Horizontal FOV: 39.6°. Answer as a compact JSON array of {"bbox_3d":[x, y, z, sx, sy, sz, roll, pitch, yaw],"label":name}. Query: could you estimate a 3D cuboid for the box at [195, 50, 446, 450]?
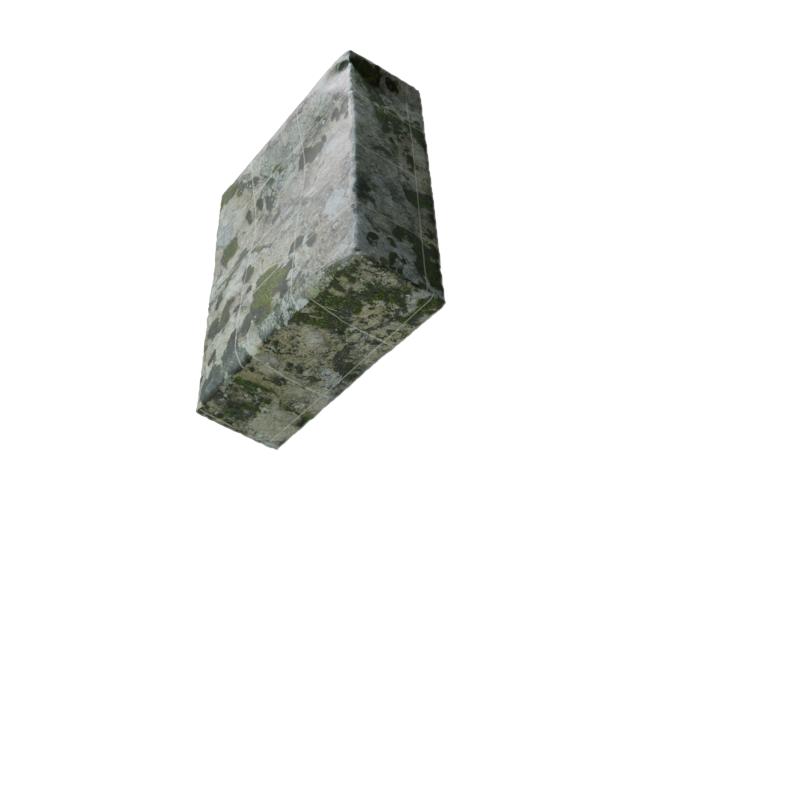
[{"bbox_3d":[-0.056,-0.103,0.719,0.068,0.230,0.161,28,-52,-29],"label":"box"}]
